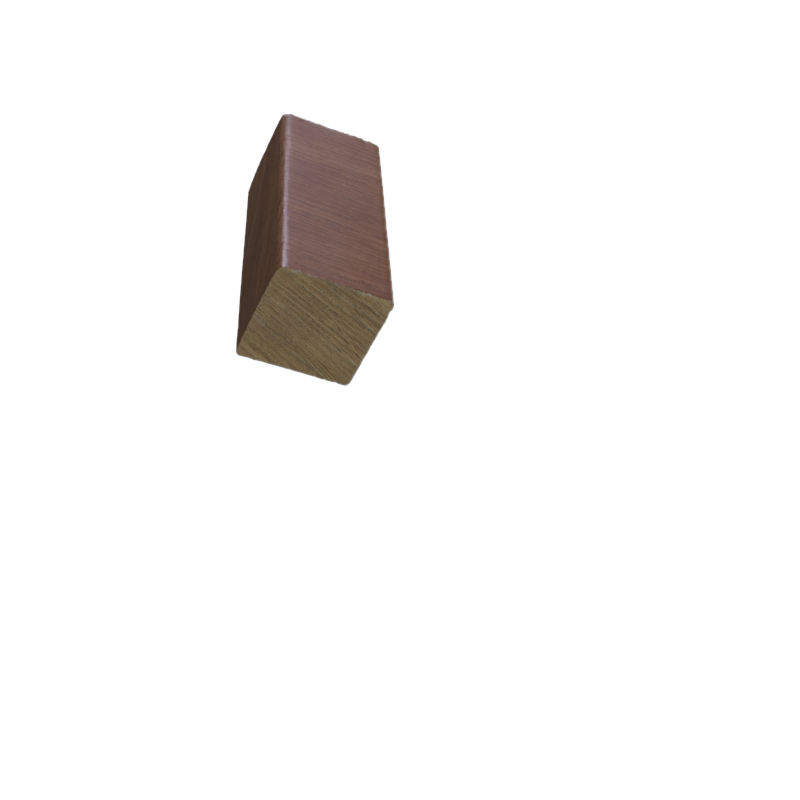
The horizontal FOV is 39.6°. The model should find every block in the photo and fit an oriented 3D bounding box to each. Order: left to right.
[{"bbox_3d":[-0.068,-0.124,0.865,0.088,0.086,0.221,16,38,-17],"label":"block"}]
